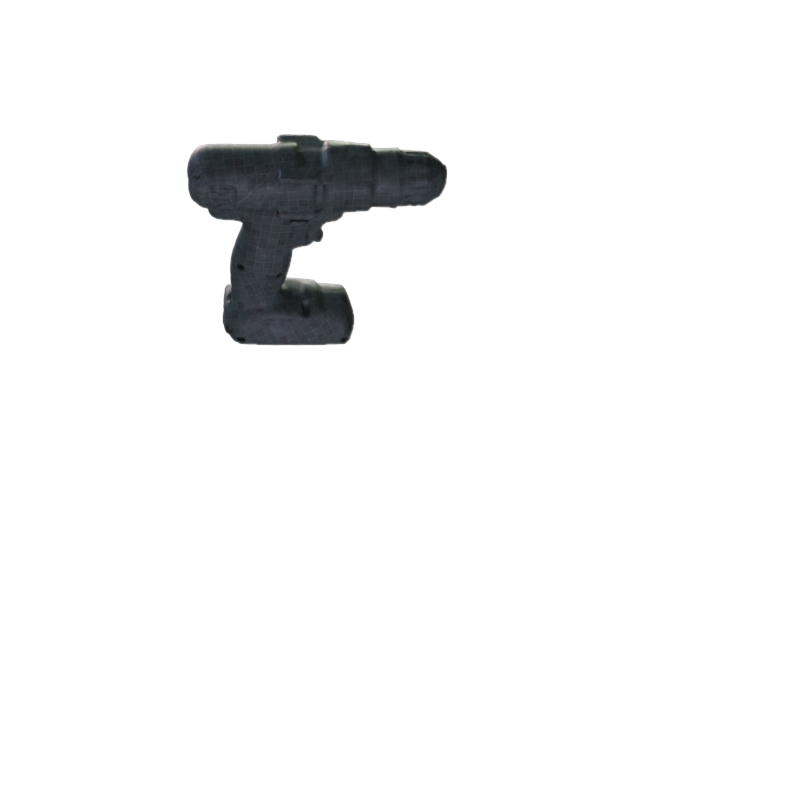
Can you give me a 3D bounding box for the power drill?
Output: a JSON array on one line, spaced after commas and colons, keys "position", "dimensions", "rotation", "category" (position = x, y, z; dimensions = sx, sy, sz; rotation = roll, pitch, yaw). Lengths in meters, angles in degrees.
[{"position": [-0.066, -0.120, 0.837], "dimensions": [0.184, 0.062, 0.175], "rotation": [3, -41, -3], "category": "power drill"}]
